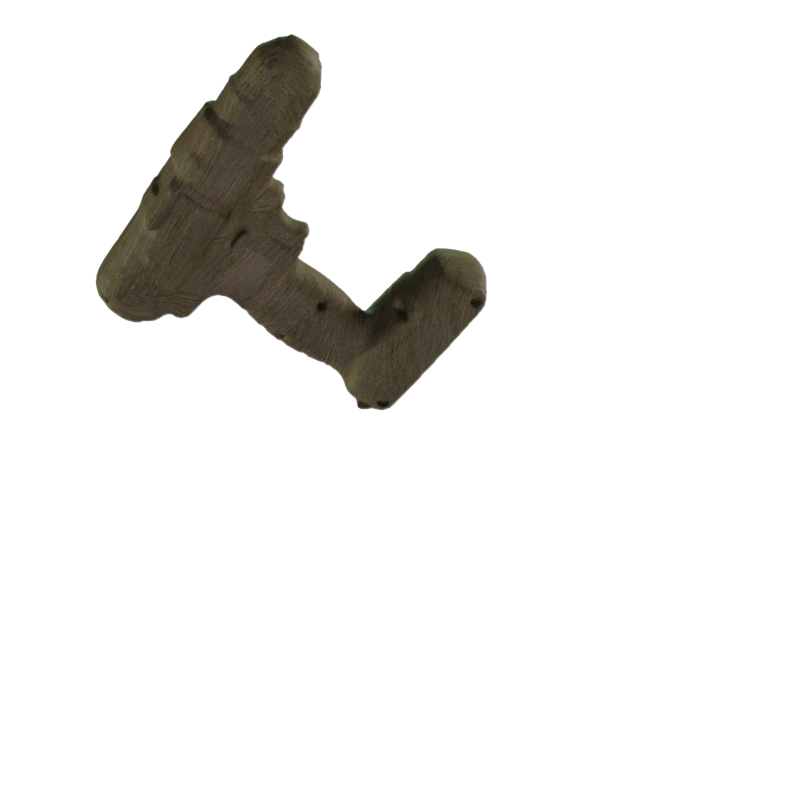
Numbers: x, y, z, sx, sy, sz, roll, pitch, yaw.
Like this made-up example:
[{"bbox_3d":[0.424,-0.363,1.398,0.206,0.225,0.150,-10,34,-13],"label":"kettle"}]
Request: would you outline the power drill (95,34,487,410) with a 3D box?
[{"bbox_3d":[-0.047,-0.086,0.605,0.180,0.180,0.061,30,30,-20],"label":"power drill"}]
